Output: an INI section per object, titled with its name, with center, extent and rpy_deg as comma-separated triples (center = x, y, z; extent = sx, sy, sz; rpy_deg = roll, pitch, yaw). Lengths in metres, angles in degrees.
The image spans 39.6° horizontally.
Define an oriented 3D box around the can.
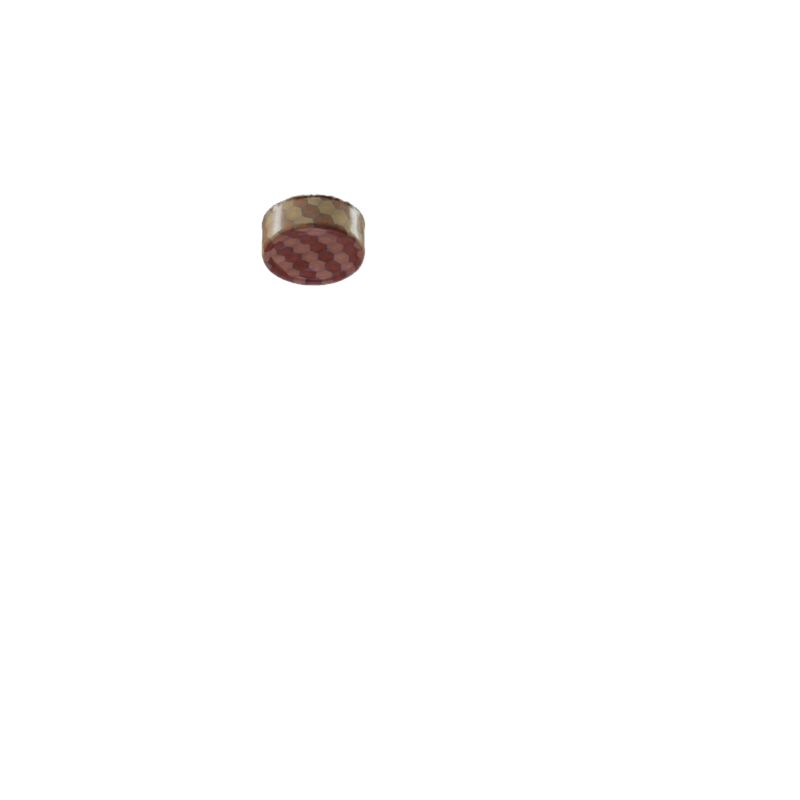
[can]
center = -0.071, -0.130, 0.909
extent = 0.086, 0.036, 0.081
rpy_deg = 1, -31, -2
